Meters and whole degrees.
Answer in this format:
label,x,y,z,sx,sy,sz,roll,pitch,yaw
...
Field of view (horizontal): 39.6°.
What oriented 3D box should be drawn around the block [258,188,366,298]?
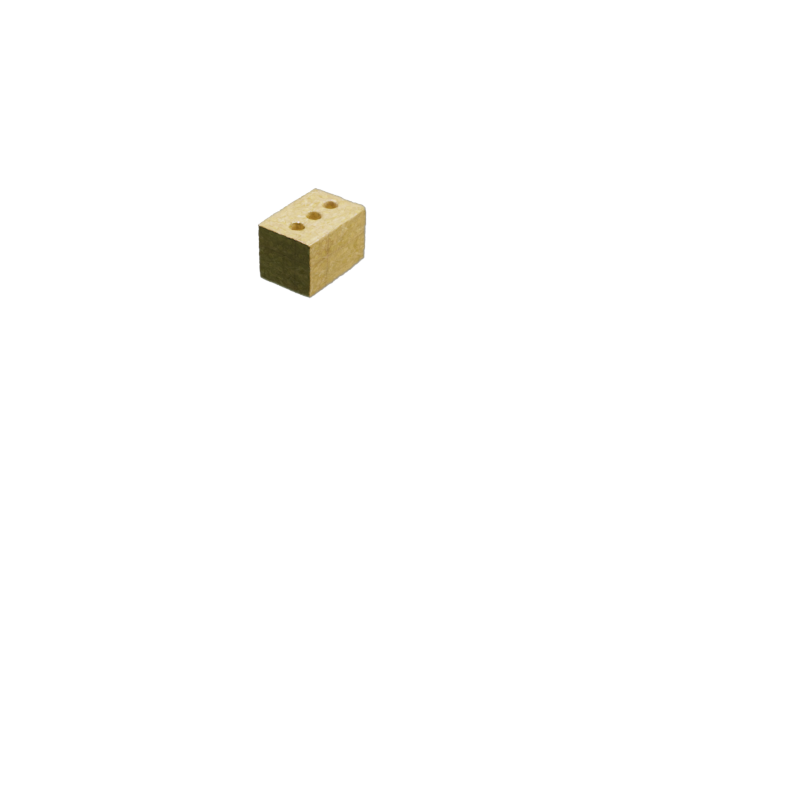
label,x,y,z,sx,sy,sz,roll,pitch,yaw
block,-0.070,-0.127,0.890,0.056,0.048,0.079,22,41,26
